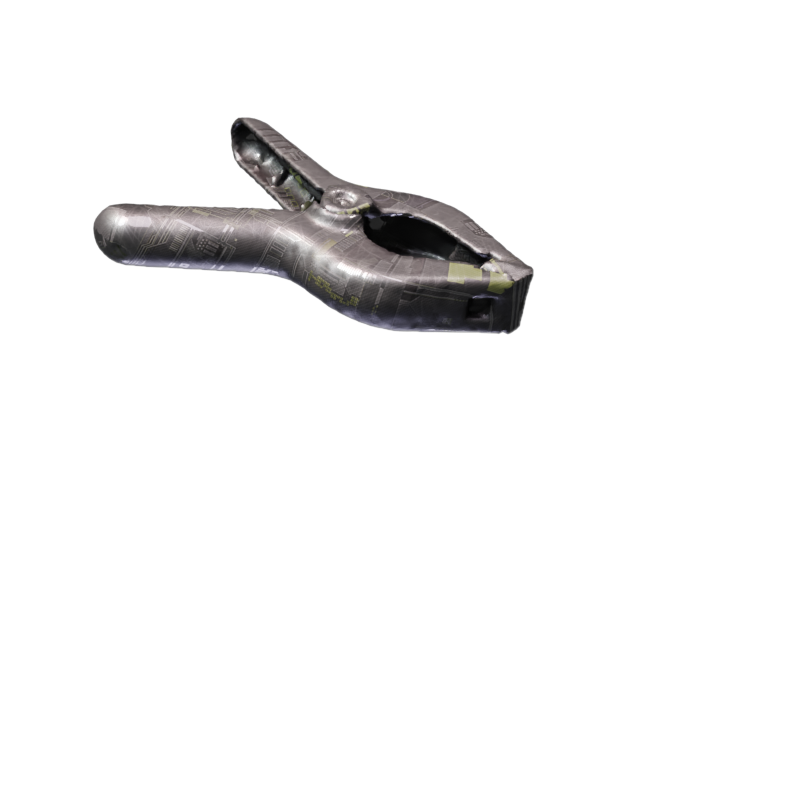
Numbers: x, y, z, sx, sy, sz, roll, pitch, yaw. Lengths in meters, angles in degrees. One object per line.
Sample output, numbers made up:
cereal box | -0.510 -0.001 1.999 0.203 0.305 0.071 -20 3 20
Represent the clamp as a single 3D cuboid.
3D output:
clamp | -0.035 -0.065 0.453 0.181 0.037 0.122 25 46 26
